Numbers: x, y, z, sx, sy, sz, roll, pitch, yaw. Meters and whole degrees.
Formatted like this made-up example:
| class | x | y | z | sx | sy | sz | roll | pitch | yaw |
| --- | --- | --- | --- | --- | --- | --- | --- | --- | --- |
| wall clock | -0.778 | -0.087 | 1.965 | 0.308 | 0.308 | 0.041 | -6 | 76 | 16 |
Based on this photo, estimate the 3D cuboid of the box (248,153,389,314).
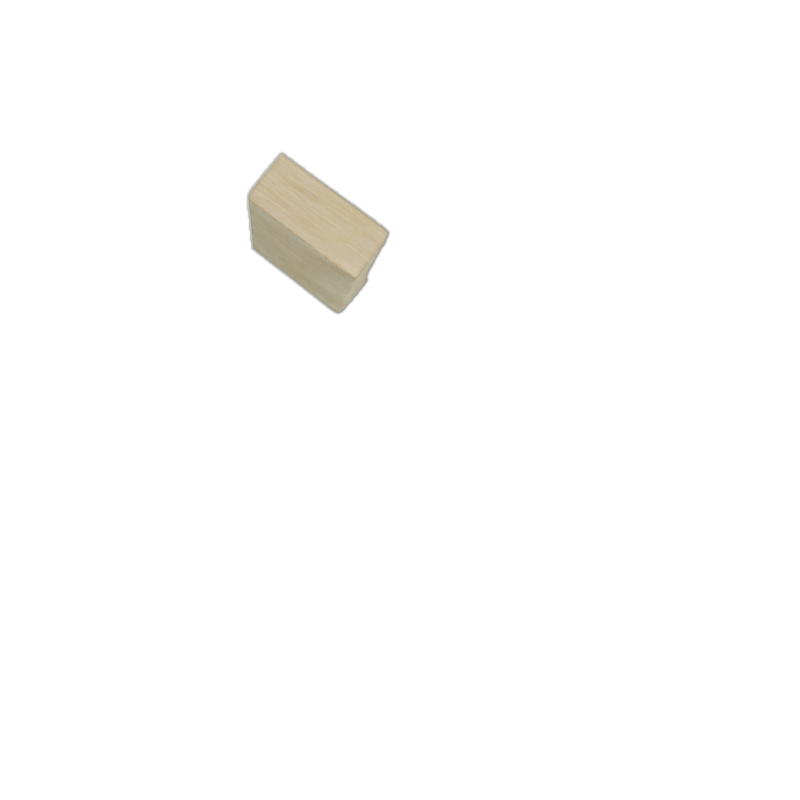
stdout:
| class | x | y | z | sx | sy | sz | roll | pitch | yaw |
| --- | --- | --- | --- | --- | --- | --- | --- | --- | --- |
| box | -0.064 | -0.116 | 0.812 | 0.094 | 0.048 | 0.174 | 37 | -5 | 0 |
